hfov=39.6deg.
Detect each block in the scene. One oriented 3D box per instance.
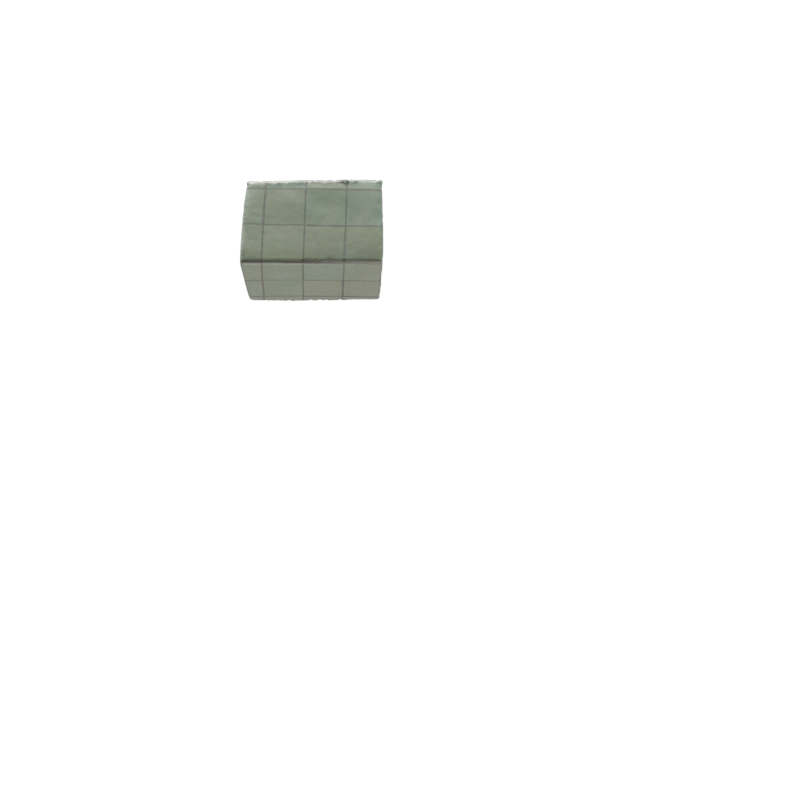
[{"bbox_3d":[-0.049,-0.089,0.625,0.078,0.054,0.050,0,-22,0],"label":"block"}]
